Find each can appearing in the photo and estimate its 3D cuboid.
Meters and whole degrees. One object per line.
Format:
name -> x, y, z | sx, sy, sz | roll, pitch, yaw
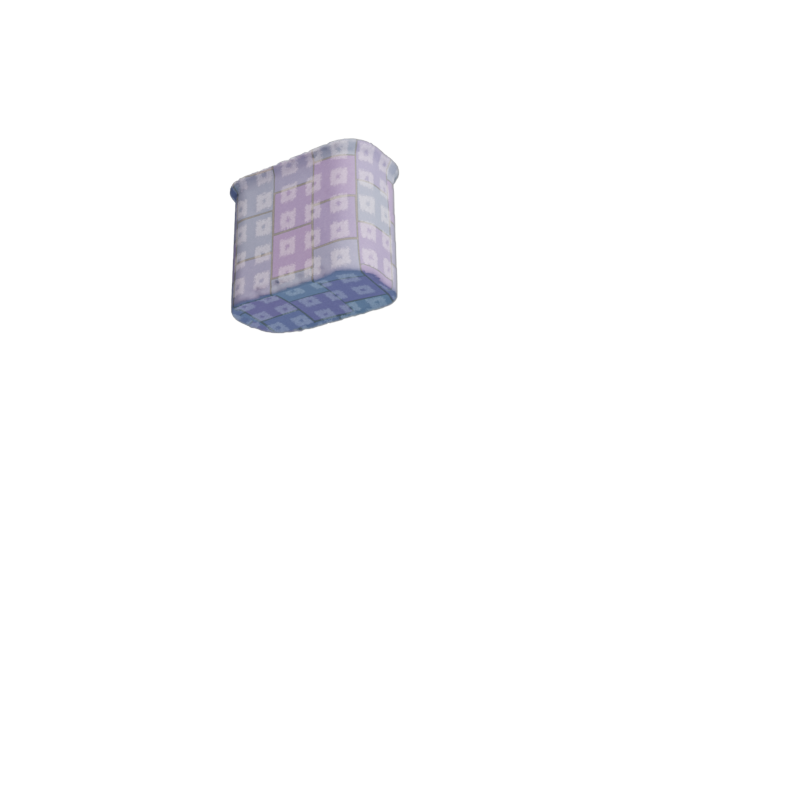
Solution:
can -> -0.050, -0.092, 0.642 | 0.103, 0.089, 0.053 | -16, -29, 29
